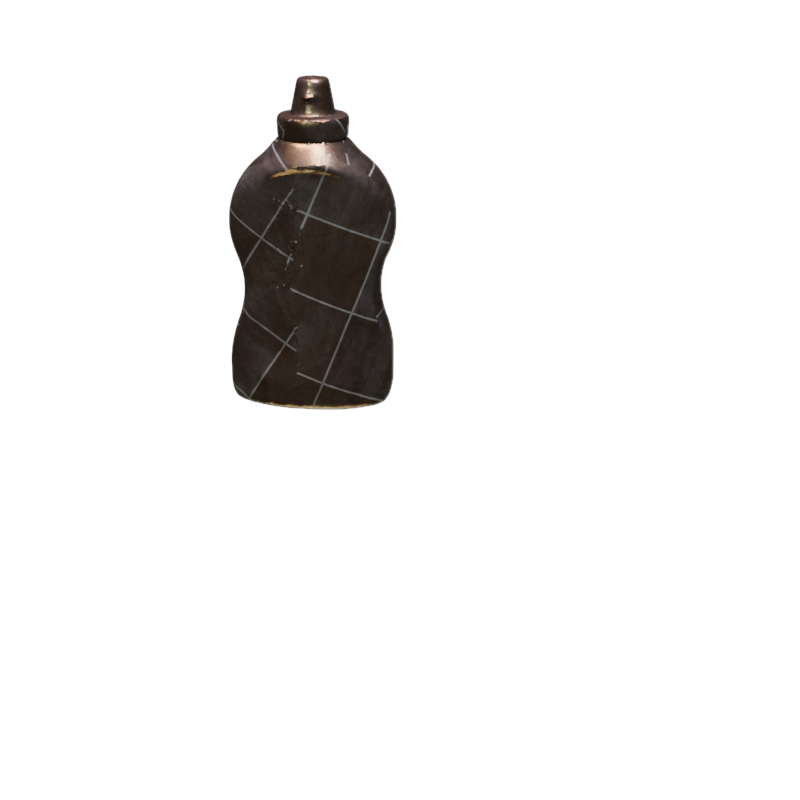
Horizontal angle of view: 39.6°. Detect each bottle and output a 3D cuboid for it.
[{"bbox_3d":[-0.051,-0.092,0.645,0.097,0.184,0.060,3,18,6],"label":"bottle"}]
